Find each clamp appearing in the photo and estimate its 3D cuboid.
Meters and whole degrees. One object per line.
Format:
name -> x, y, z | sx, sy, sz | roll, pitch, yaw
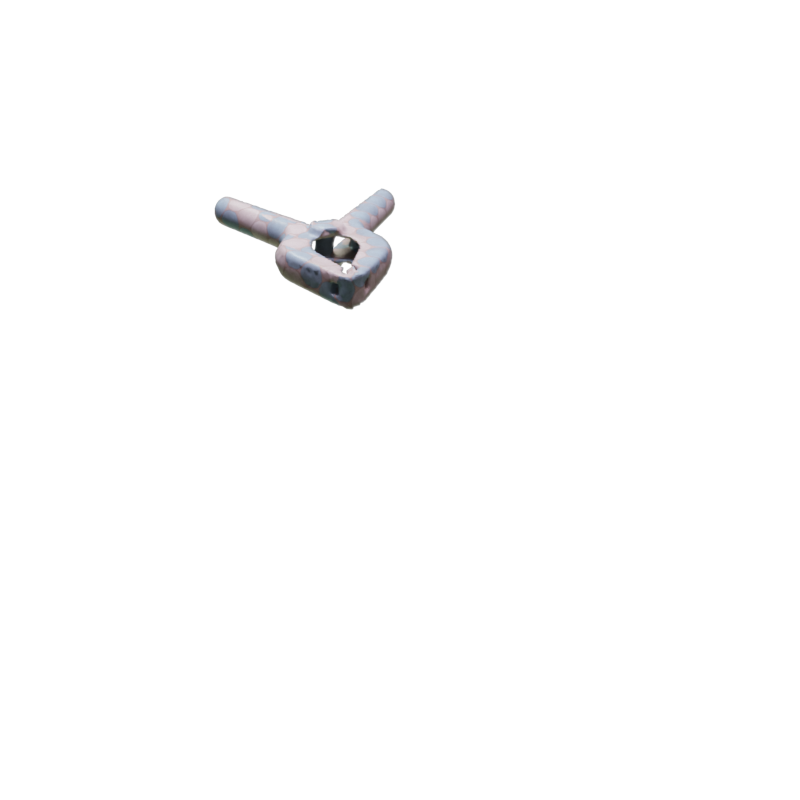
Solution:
clamp -> -0.073, -0.133, 0.928 | 0.163, 0.034, 0.223 | -3, 29, -6
